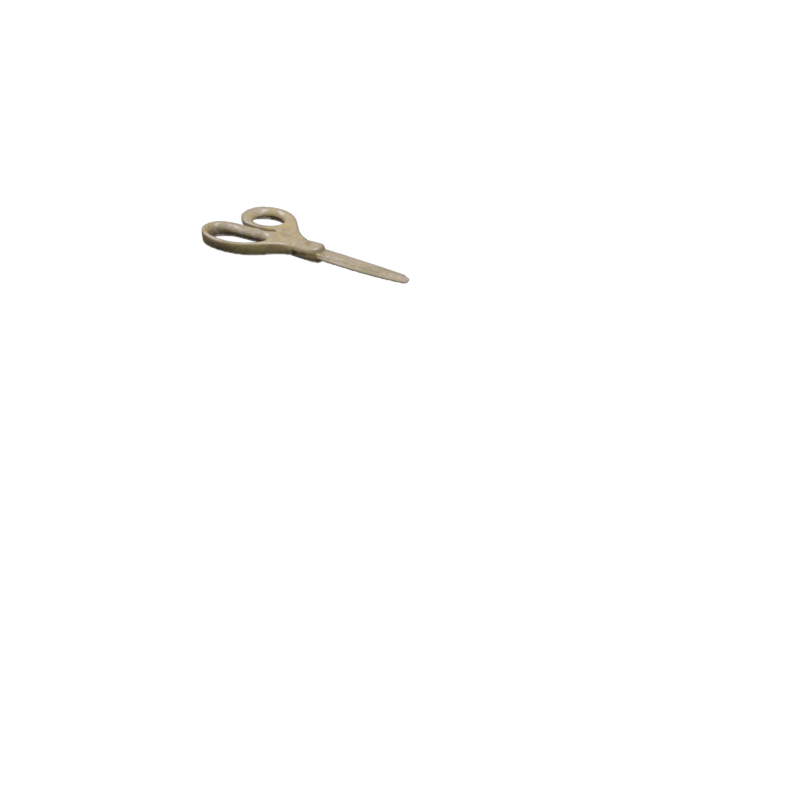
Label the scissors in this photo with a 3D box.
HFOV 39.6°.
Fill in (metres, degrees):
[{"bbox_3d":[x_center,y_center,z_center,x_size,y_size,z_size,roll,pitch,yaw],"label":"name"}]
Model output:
[{"bbox_3d":[-0.077,-0.140,0.981,0.208,0.015,0.099,11,33,17],"label":"scissors"}]
